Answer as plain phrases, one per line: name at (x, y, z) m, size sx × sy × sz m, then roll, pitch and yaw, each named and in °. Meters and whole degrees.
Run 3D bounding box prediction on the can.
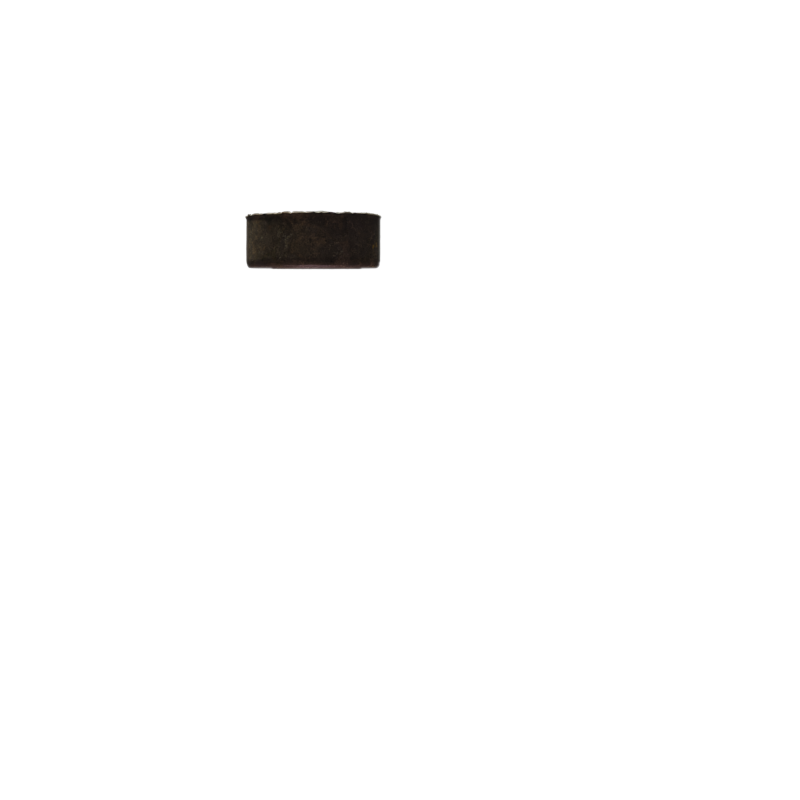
can at (-0.055, -0.099, 0.697) m, size 0.086 × 0.033 × 0.086 m, roll 0°, pitch 5°, yaw -2°
